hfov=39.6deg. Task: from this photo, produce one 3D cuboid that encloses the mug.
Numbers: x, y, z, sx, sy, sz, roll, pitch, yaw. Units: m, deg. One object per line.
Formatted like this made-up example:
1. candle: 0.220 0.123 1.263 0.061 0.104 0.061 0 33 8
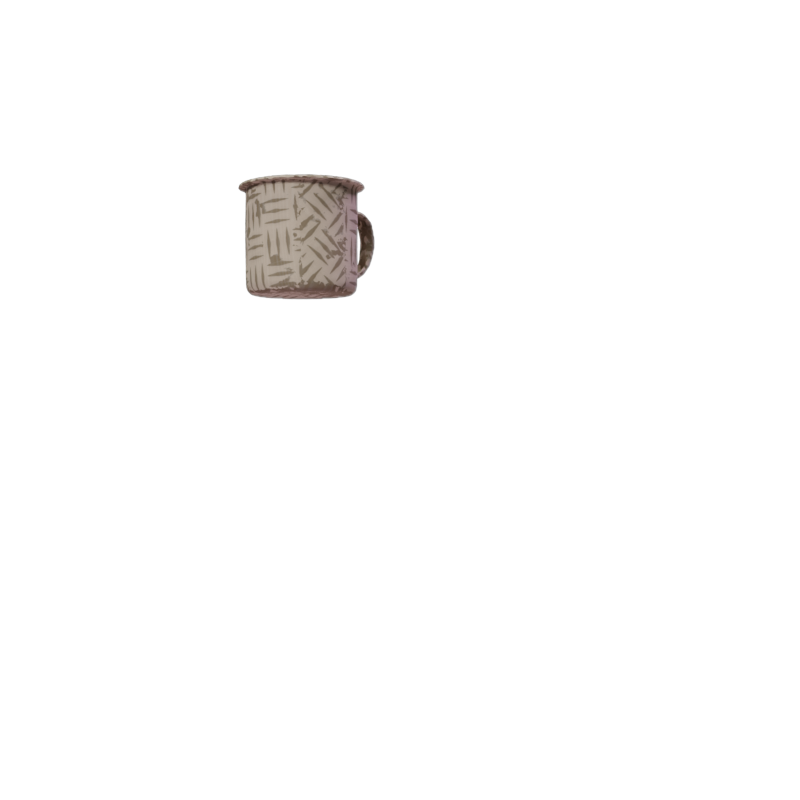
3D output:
1. mug: -0.064 -0.117 0.822 0.096 0.083 0.112 -3 -4 44
